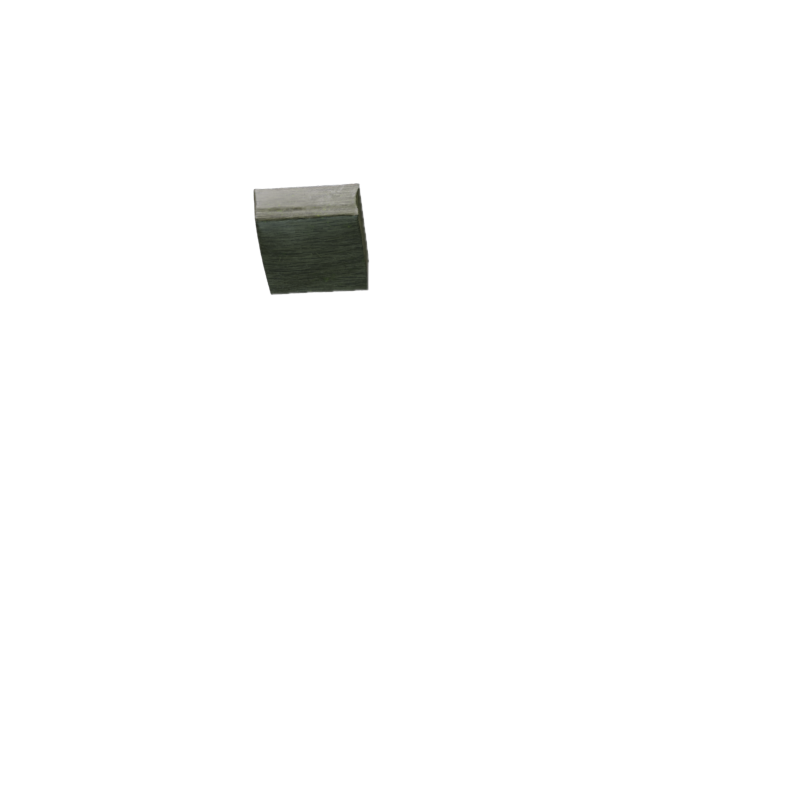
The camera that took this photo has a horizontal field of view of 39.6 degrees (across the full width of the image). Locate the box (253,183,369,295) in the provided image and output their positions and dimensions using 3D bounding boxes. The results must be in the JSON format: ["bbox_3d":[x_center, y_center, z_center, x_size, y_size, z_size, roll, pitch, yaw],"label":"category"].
[{"bbox_3d":[-0.074,-0.136,0.949,0.090,0.041,0.106,-2,-30,3],"label":"box"}]
